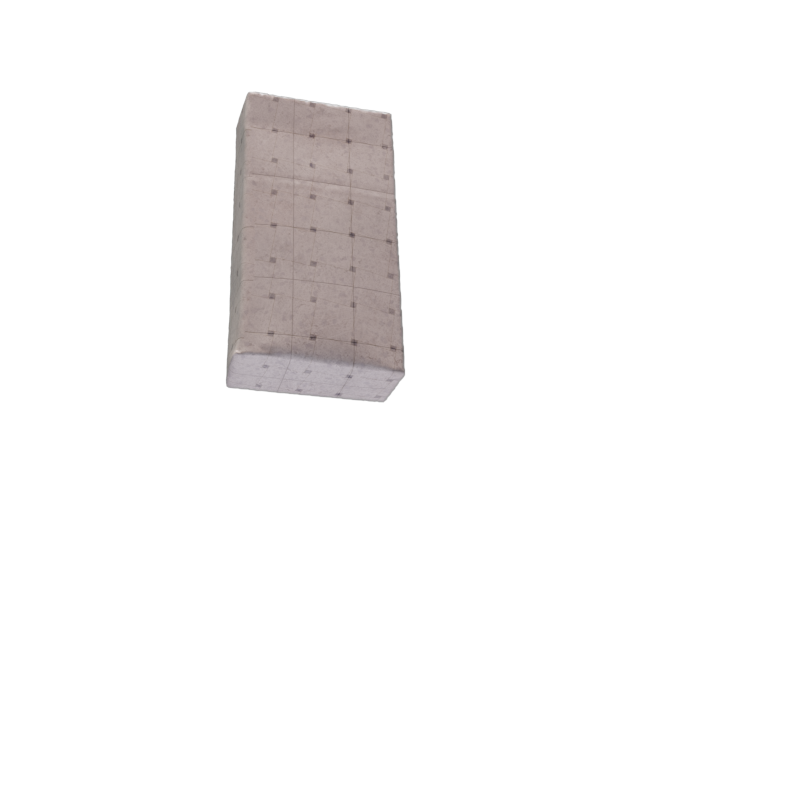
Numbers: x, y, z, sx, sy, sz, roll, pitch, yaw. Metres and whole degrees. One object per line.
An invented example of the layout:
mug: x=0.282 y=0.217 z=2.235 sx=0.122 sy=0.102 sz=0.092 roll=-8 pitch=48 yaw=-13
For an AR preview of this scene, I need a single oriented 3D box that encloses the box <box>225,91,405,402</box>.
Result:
box: x=-0.050 y=-0.091 z=0.637 sx=0.091 sy=0.188 sz=0.046 roll=6 pitch=-32 yaw=-13
